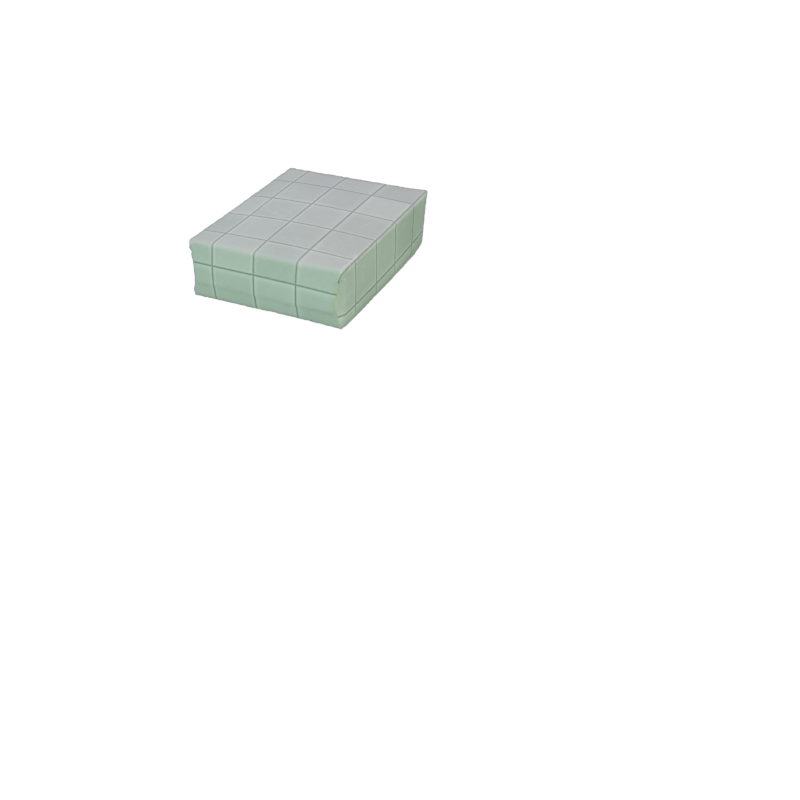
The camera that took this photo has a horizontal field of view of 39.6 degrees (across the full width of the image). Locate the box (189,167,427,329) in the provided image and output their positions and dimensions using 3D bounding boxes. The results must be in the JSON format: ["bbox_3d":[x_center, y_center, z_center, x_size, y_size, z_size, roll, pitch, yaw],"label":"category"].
[{"bbox_3d":[-0.047,-0.086,0.604,0.093,0.037,0.116,13,33,21],"label":"box"}]
